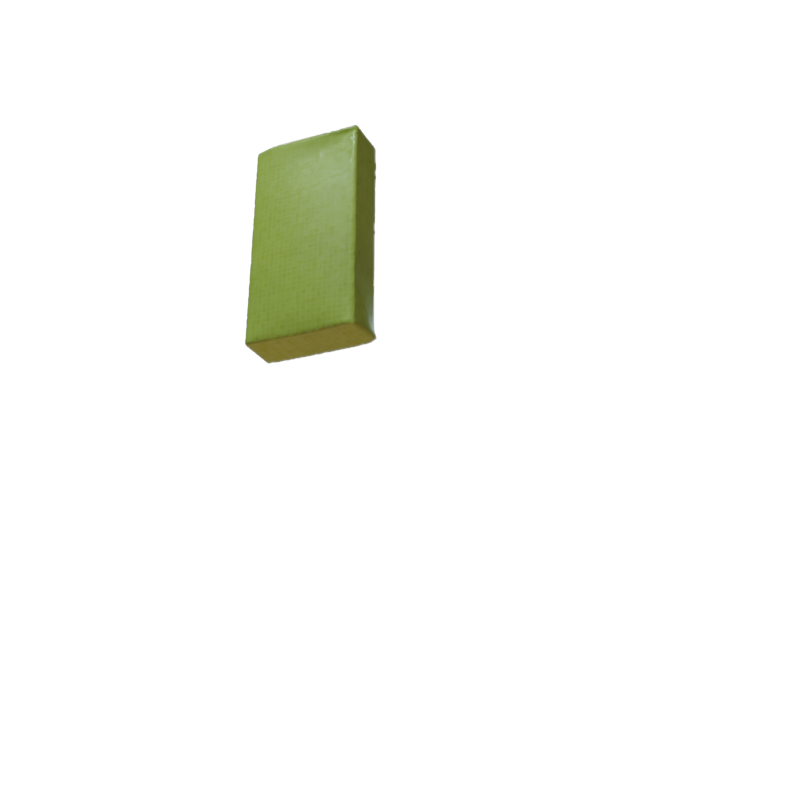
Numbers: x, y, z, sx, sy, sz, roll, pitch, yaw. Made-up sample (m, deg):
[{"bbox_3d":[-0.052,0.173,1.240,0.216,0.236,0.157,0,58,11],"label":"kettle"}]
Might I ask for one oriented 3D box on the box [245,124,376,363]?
[{"bbox_3d":[-0.067,-0.123,0.858,0.095,0.187,0.045,-13,-29,21],"label":"box"}]
